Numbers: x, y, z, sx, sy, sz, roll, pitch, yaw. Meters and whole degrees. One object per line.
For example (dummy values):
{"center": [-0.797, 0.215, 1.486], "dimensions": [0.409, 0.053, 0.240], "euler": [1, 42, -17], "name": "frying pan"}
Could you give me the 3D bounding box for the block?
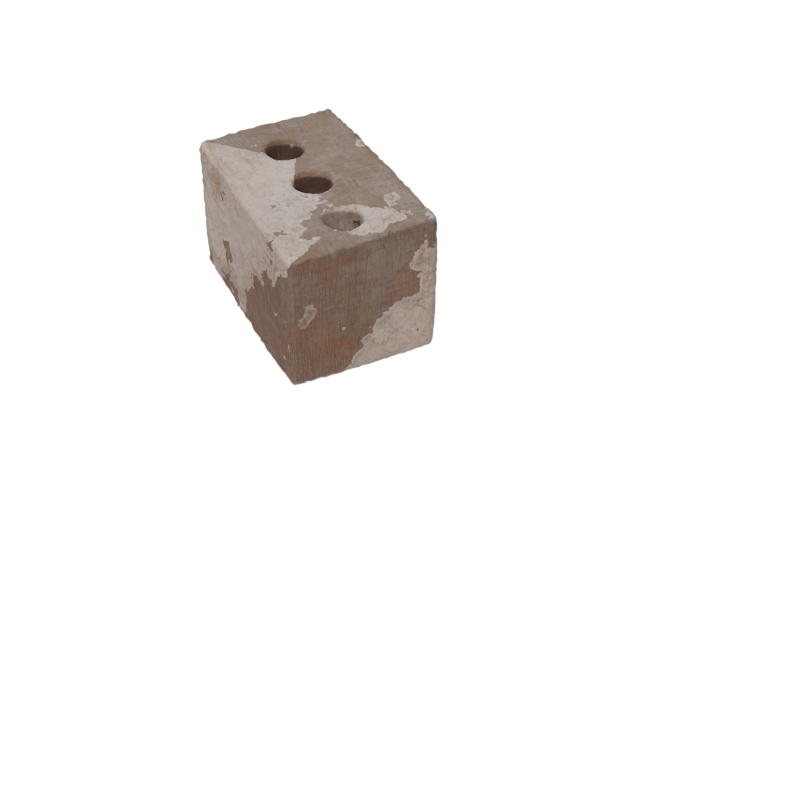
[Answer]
{"center": [-0.029, -0.053, 0.374], "dimensions": [0.052, 0.048, 0.084], "euler": [-18, 45, -22], "name": "block"}
